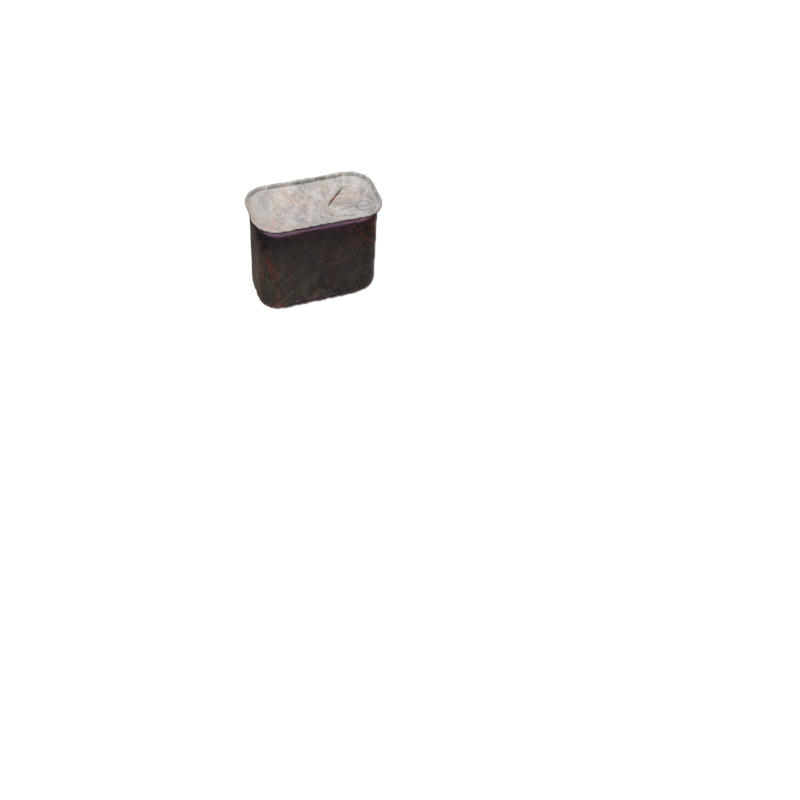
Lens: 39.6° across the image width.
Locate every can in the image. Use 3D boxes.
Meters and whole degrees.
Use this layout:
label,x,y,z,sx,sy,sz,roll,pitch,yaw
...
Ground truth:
label,x,y,z,sx,sy,sz,roll,pitch,yaw
can,-0.068,-0.124,0.869,0.101,0.078,0.062,-12,47,-14
